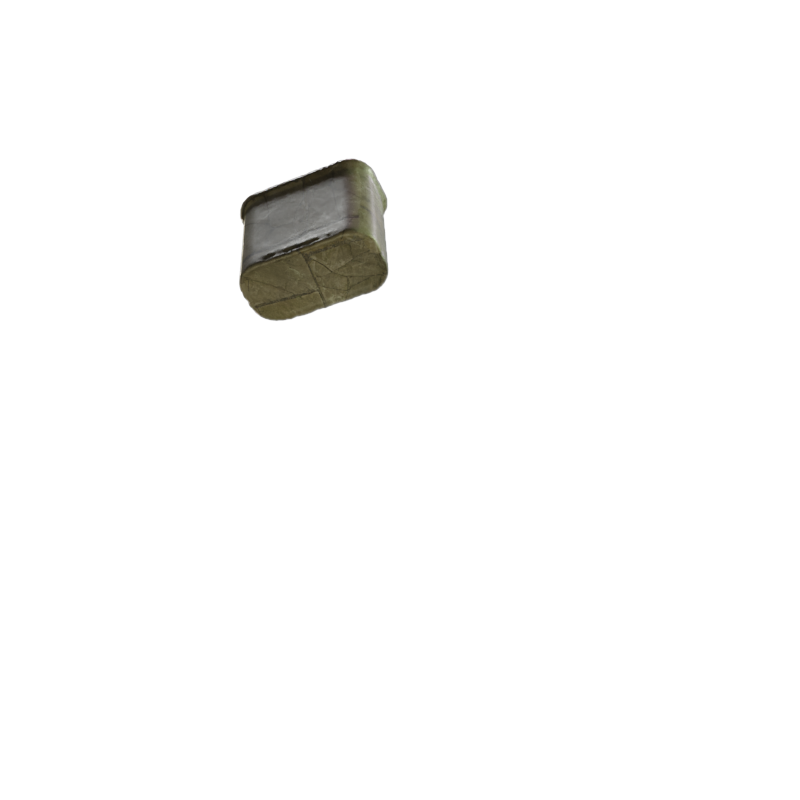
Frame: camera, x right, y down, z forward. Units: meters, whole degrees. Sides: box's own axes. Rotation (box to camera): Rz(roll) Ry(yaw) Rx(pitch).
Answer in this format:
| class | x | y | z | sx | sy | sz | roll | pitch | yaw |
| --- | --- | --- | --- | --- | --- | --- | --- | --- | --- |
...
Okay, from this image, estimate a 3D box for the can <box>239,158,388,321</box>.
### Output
| class | x | y | z | sx | sy | sz | roll | pitch | yaw |
| --- | --- | --- | --- | --- | --- | --- | --- | --- | --- |
| can | -0.059 | -0.107 | 0.749 | 0.102 | 0.053 | 0.090 | -19 | 38 | 13 |
